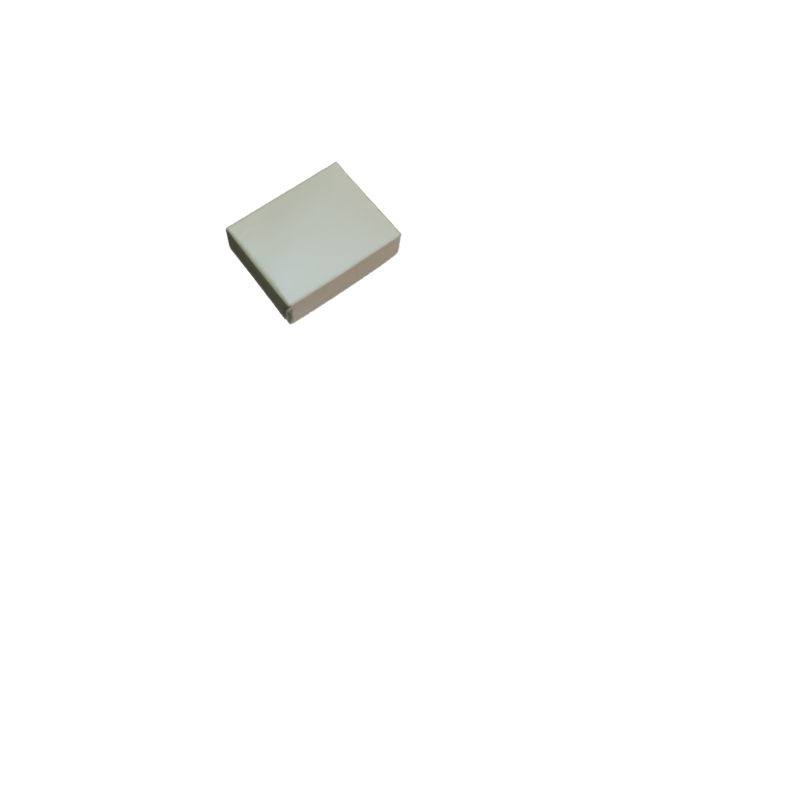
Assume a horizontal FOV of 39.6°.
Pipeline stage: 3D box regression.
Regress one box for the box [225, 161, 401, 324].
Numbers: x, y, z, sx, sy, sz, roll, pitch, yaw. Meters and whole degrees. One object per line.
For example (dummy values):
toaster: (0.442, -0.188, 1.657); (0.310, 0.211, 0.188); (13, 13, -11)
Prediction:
box: (-0.070, -0.127, 0.894); (0.114, 0.095, 0.037); (-33, -24, -17)
